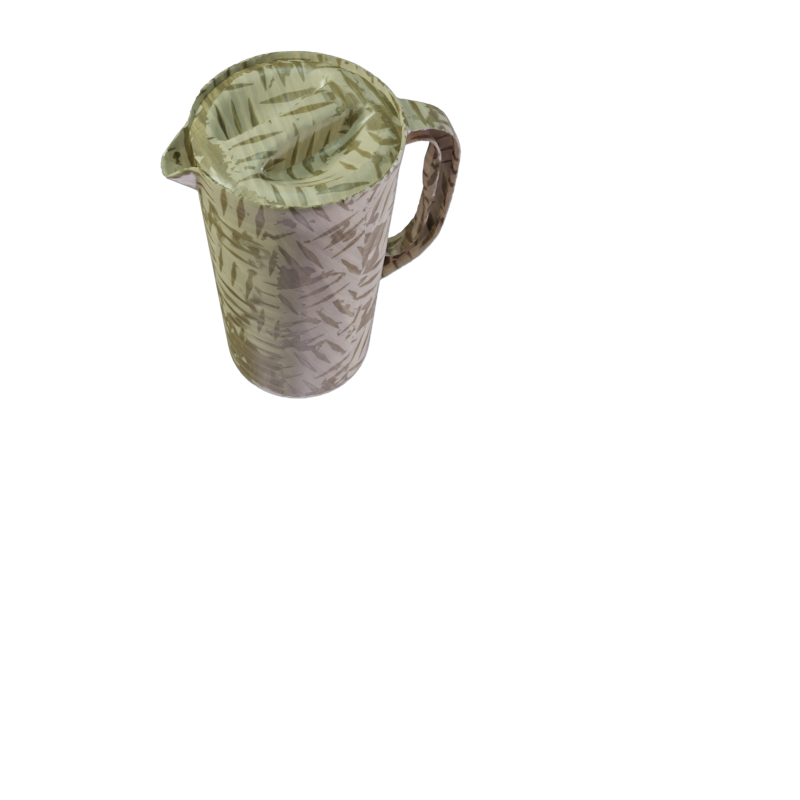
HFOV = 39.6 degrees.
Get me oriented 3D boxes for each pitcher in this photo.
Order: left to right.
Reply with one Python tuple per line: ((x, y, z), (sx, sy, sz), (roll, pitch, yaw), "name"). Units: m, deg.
((-0.059, -0.108, 0.755), (0.155, 0.150, 0.227), (26, -32, 14), "pitcher")
